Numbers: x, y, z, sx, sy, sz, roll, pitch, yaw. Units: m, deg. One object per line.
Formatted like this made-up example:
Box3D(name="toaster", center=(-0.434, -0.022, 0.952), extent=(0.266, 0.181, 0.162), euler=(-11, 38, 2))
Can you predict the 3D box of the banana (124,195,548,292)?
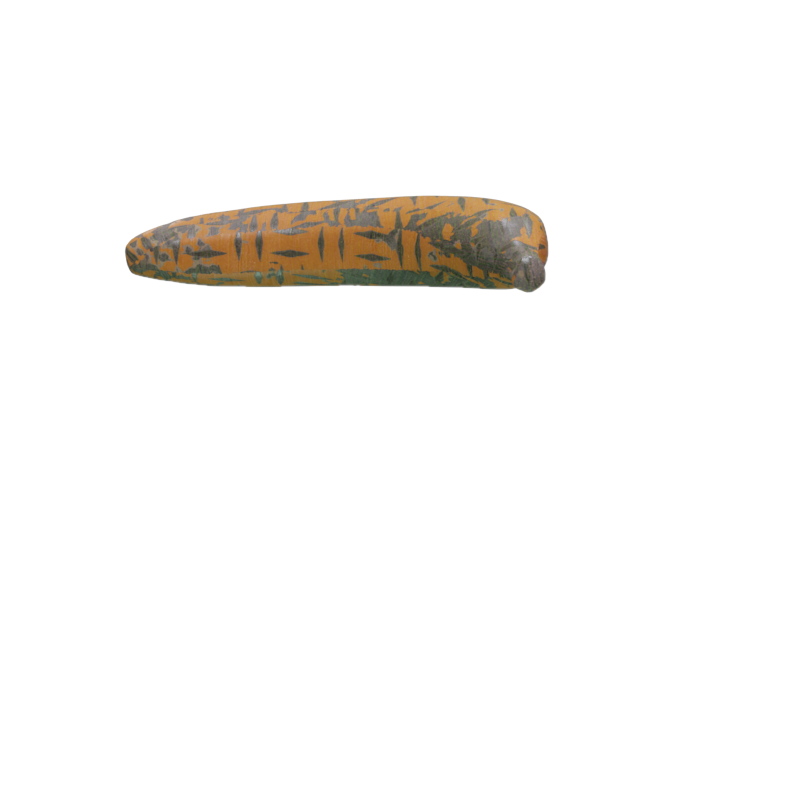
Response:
Box3D(name="banana", center=(-0.020, -0.063, 0.443), extent=(0.206, 0.037, 0.067), euler=(5, 7, 36))
